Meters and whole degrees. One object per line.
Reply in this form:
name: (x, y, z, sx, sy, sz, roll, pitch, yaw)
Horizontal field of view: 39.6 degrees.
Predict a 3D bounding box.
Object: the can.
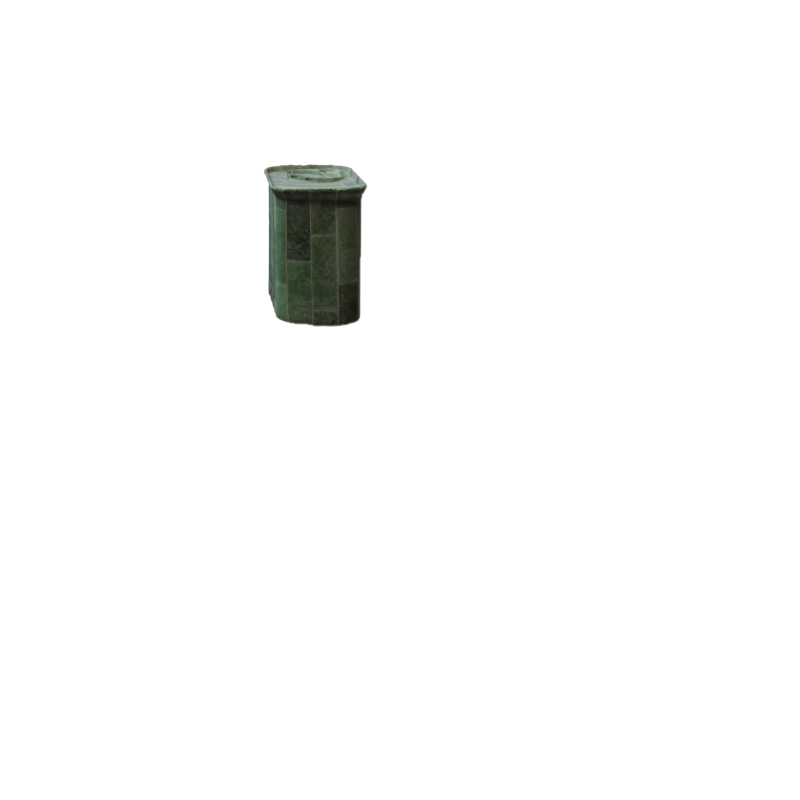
can: (-0.054, -0.099, 0.692, 0.057, 0.081, 0.107, -2, 17, -9)
